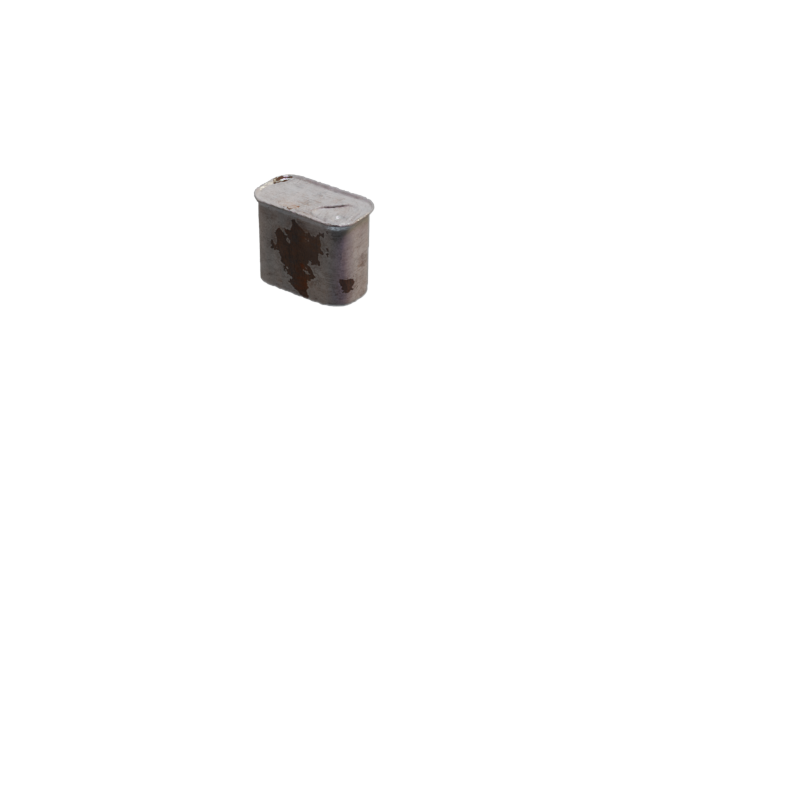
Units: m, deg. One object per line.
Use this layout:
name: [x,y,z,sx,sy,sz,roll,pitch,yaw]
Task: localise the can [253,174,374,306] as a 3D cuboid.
can: [-0.074,-0.135,0.944,0.107,0.079,0.058,22,38,28]
